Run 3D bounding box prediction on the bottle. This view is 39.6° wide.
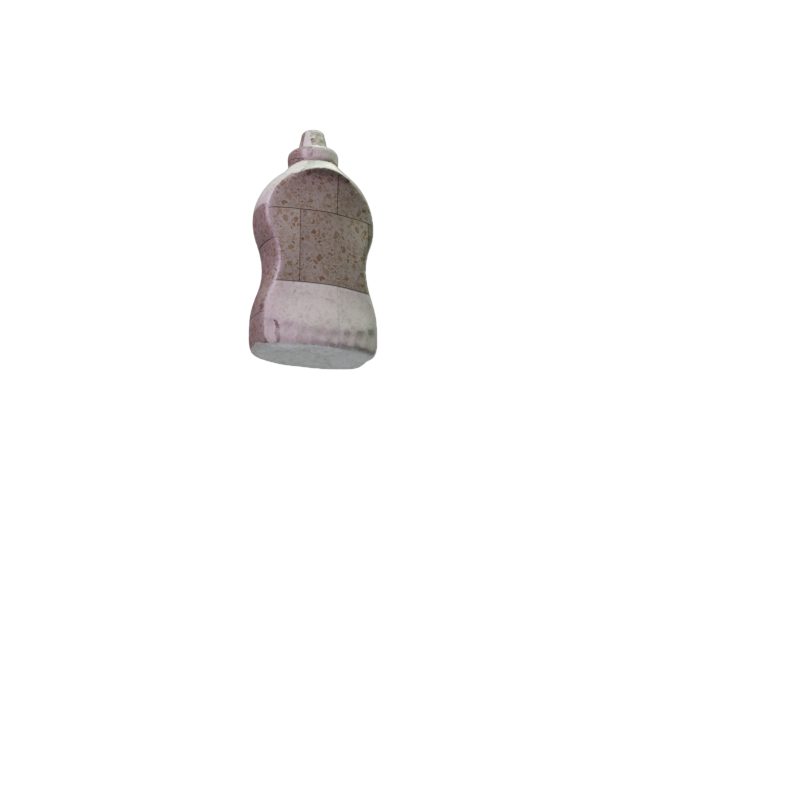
[{"bbox_3d":[-0.068,-0.124,0.868,0.093,0.201,0.057,6,-23,-20],"label":"bottle"}]
